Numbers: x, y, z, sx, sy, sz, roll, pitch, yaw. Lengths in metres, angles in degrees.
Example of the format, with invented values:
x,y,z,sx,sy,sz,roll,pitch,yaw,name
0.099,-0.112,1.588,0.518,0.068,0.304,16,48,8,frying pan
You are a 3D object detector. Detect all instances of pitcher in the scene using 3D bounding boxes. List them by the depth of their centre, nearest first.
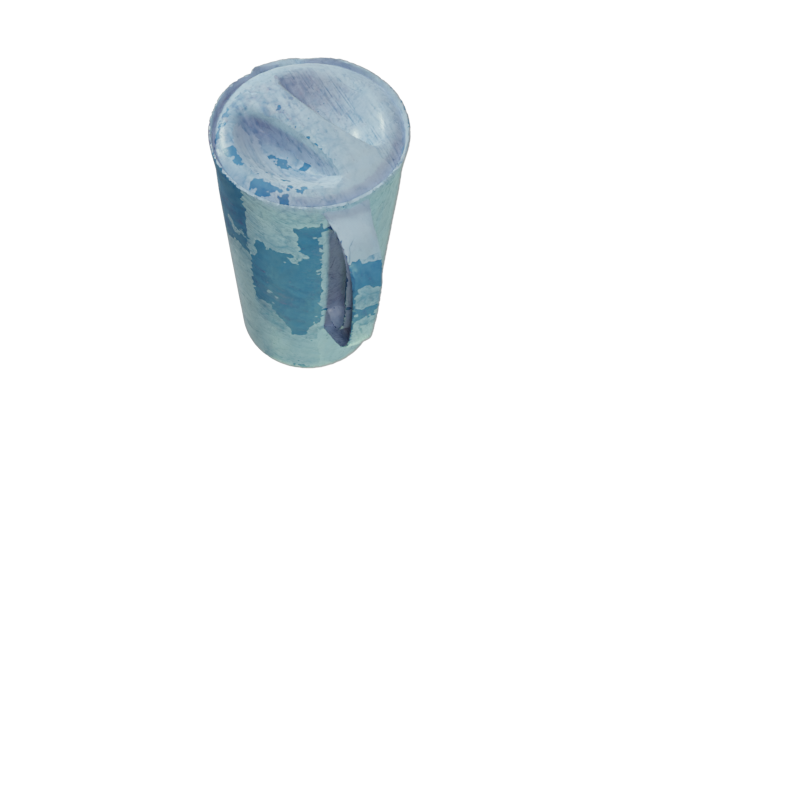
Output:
x,y,z,sx,sy,sz,roll,pitch,yaw,name
-0.064,-0.116,0.813,0.148,0.156,0.228,20,-30,8,pitcher
